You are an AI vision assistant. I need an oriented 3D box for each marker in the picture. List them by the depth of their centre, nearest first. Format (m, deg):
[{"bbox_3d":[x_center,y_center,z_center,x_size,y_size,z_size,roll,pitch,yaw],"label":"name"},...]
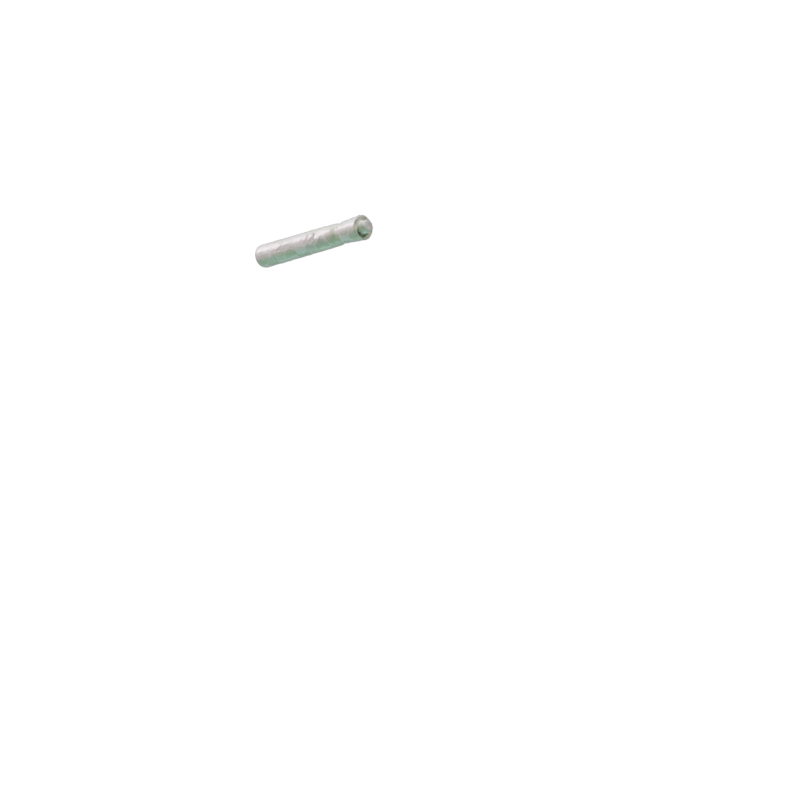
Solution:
[{"bbox_3d":[-0.066,-0.120,0.840,0.019,0.020,0.124,-4,-3,-44],"label":"marker"}]
